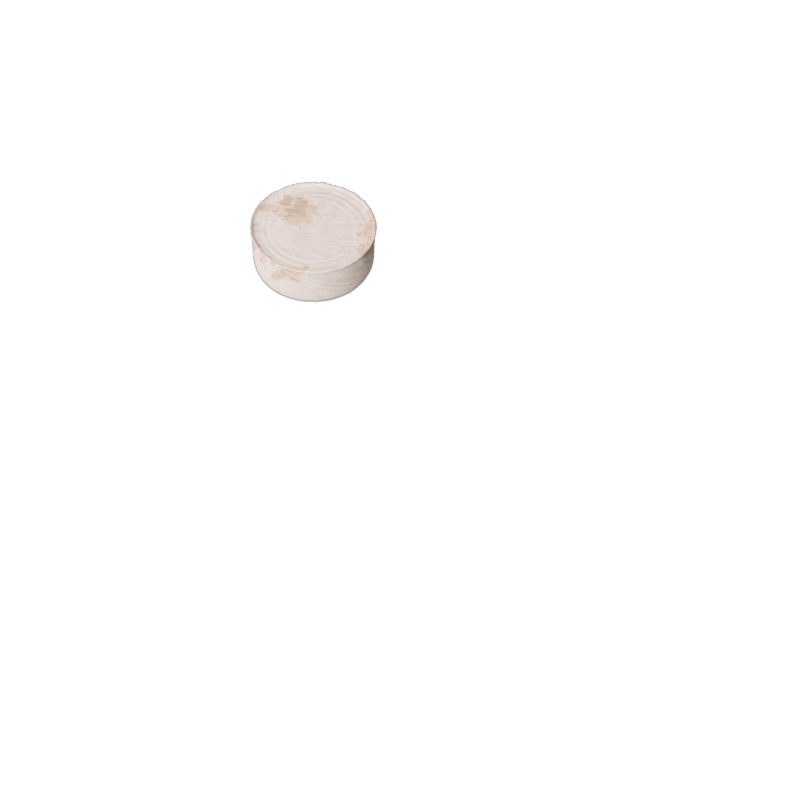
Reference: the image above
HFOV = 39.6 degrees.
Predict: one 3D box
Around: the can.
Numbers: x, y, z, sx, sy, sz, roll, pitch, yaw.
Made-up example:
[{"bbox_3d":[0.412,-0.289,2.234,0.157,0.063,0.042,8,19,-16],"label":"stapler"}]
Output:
[{"bbox_3d":[-0.060,-0.109,0.760,0.086,0.092,0.031,-1,-40,-1],"label":"can"}]
